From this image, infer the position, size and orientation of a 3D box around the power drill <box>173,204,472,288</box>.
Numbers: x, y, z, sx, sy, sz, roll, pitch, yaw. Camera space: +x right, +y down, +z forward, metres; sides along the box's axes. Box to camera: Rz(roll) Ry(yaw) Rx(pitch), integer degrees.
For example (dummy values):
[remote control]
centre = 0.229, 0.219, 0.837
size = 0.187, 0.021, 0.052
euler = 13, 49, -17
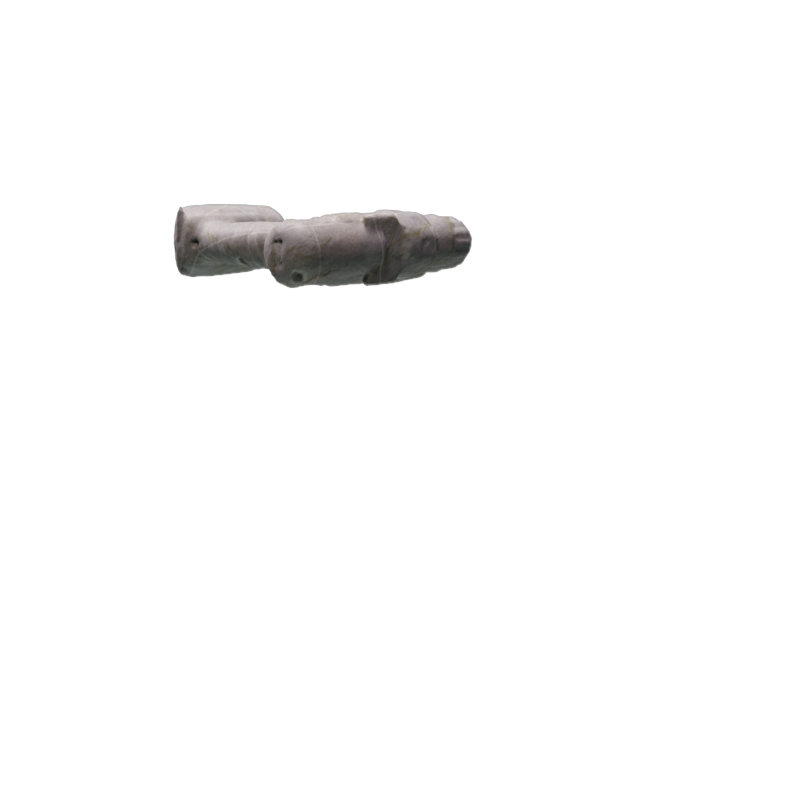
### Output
[power drill]
centre = -0.065, -0.119, 0.830
size = 0.178, 0.057, 0.196
euler = -8, 12, -44
